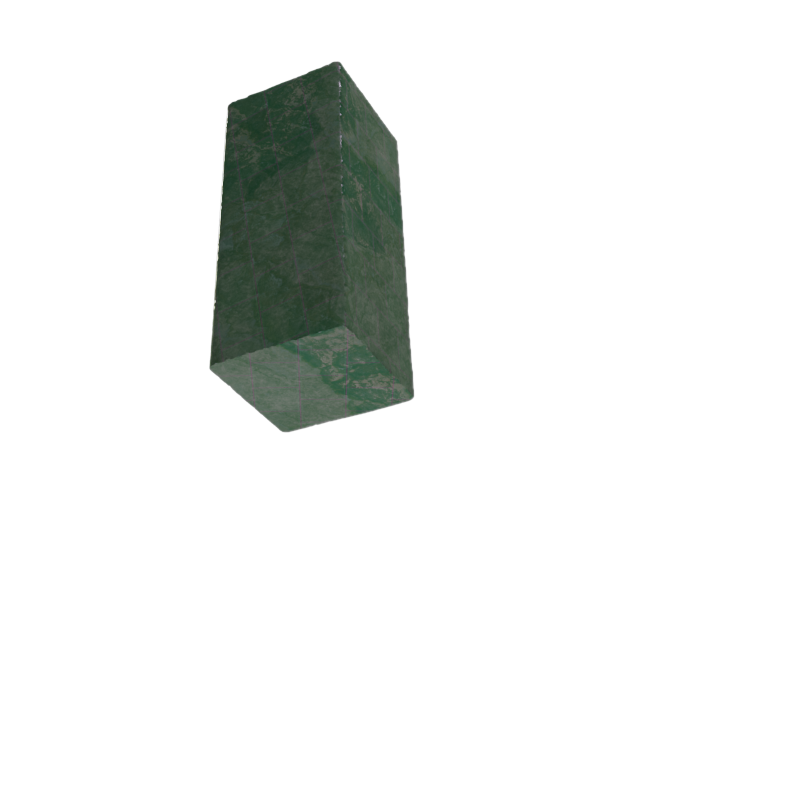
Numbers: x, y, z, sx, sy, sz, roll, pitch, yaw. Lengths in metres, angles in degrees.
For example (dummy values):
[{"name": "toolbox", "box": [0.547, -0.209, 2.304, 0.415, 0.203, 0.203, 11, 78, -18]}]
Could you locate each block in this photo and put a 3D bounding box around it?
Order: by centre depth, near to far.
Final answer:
[{"name": "block", "box": [-0.055, -0.099, 0.694, 0.091, 0.221, 0.084, -18, -38, 20]}]
